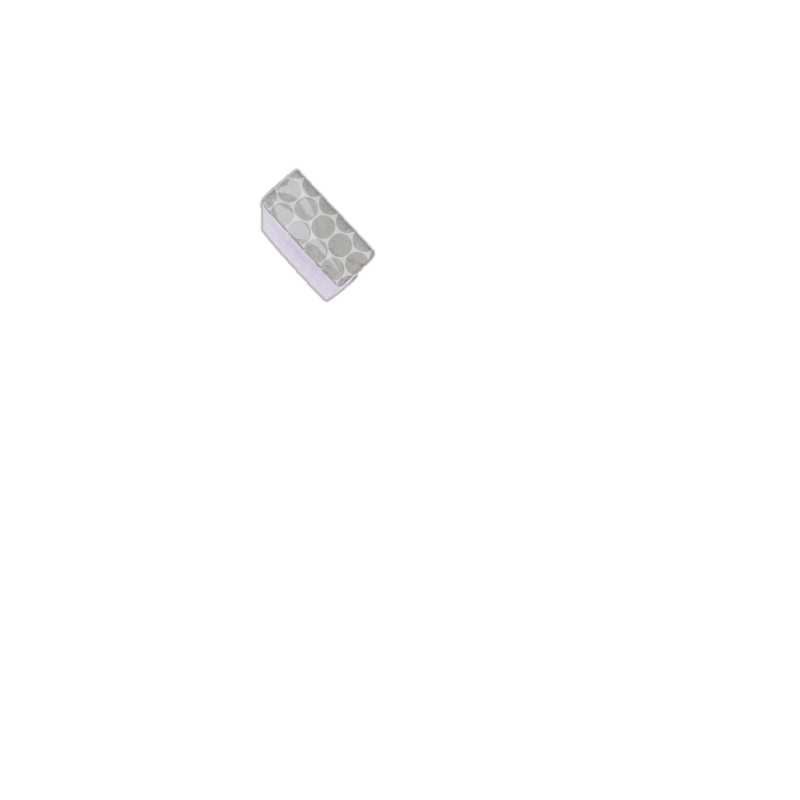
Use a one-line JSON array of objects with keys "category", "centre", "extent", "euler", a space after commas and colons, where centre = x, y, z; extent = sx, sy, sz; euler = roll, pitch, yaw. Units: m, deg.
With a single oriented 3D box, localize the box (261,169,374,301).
[{"category": "box", "centre": [-0.074, -0.134, 0.939], "extent": [0.048, 0.094, 0.176], "euler": [-43, 3, -2]}]
